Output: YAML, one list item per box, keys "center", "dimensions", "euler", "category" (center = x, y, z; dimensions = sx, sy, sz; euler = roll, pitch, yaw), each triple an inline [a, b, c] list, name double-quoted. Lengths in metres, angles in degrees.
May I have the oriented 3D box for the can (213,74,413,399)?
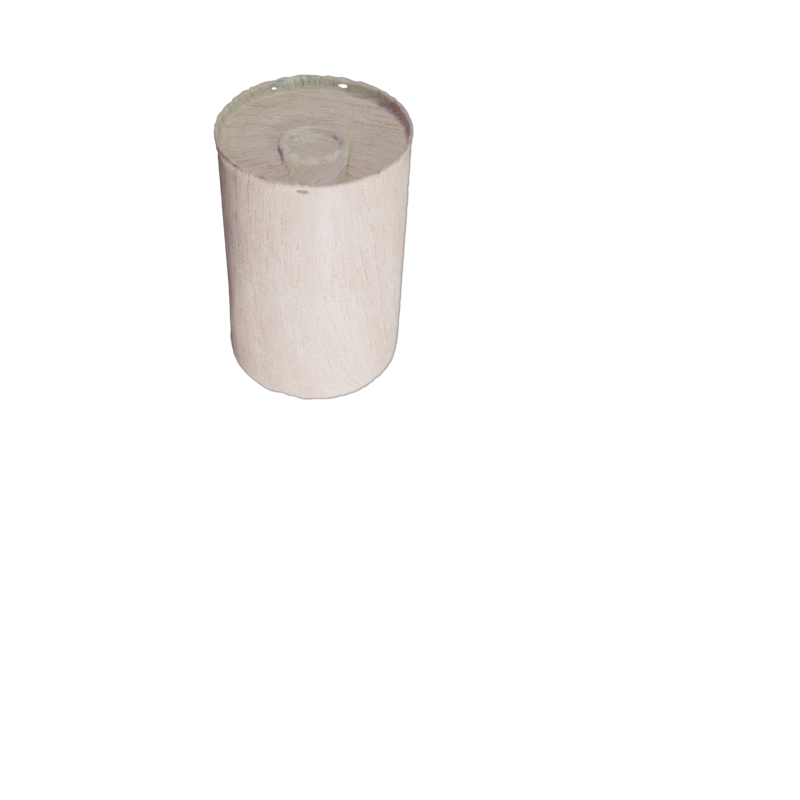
- center: [-0.032, -0.058, 0.408]
  dimensions: [0.068, 0.095, 0.074]
  euler: [0, 43, -3]
  category: "can"
